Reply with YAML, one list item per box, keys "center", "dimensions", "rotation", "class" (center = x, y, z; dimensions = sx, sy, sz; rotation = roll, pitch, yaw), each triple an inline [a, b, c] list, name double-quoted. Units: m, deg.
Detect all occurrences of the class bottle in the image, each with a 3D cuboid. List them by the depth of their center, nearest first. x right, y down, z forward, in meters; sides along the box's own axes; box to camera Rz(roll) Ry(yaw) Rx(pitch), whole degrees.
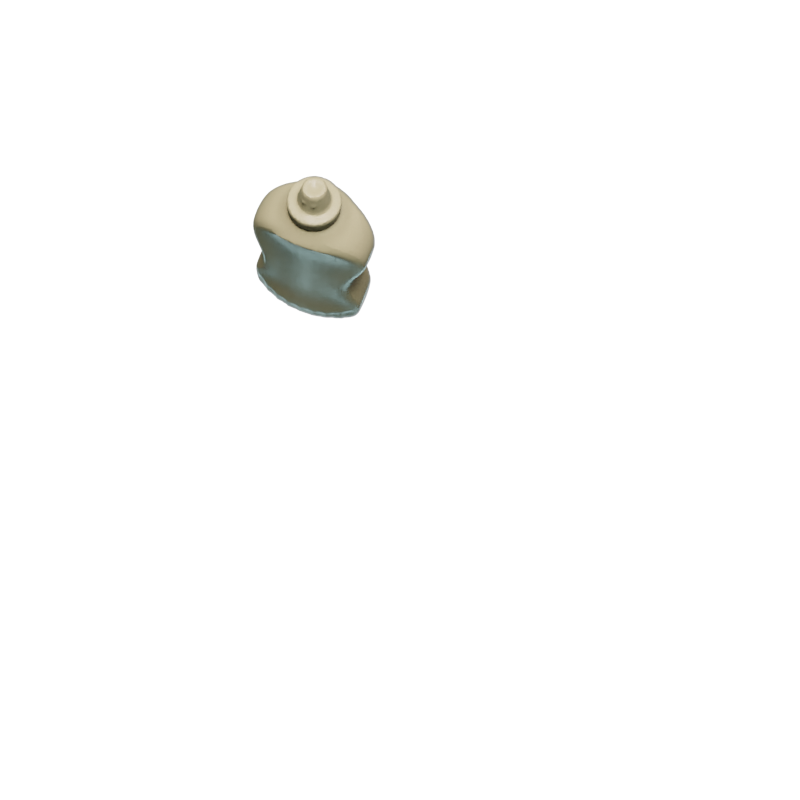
- center: [-0.069, -0.126, 0.883]
  dimensions: [0.097, 0.060, 0.183]
  rotation: [24, -17, 4]
  class: "bottle"
